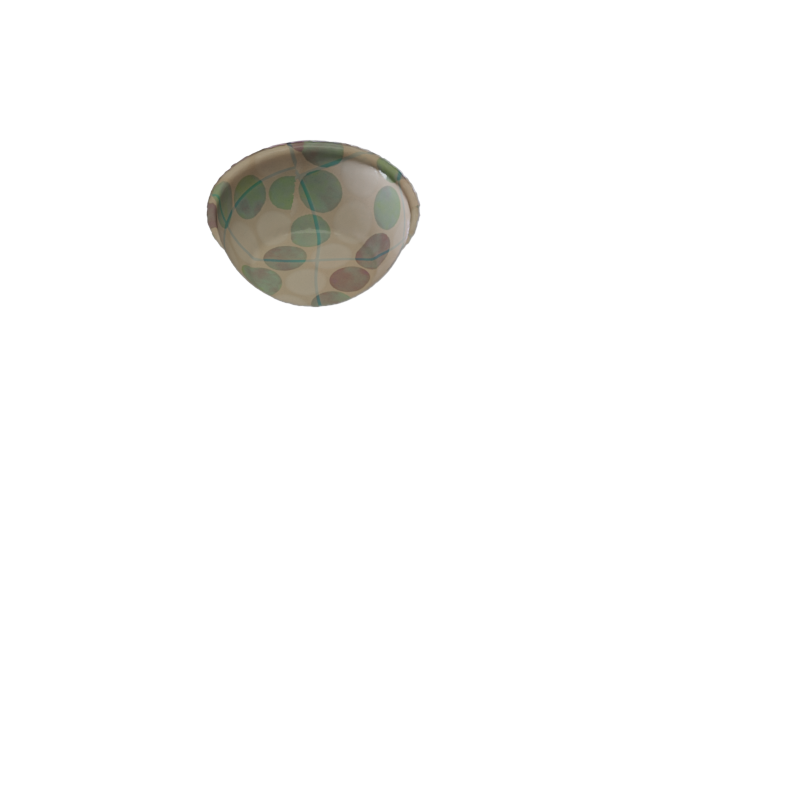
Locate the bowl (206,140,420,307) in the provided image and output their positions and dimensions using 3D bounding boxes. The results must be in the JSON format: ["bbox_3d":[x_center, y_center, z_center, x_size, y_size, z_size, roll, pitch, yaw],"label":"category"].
[{"bbox_3d":[-0.064,-0.118,0.823,0.162,0.059,0.151,1,-34,-2],"label":"bowl"}]
